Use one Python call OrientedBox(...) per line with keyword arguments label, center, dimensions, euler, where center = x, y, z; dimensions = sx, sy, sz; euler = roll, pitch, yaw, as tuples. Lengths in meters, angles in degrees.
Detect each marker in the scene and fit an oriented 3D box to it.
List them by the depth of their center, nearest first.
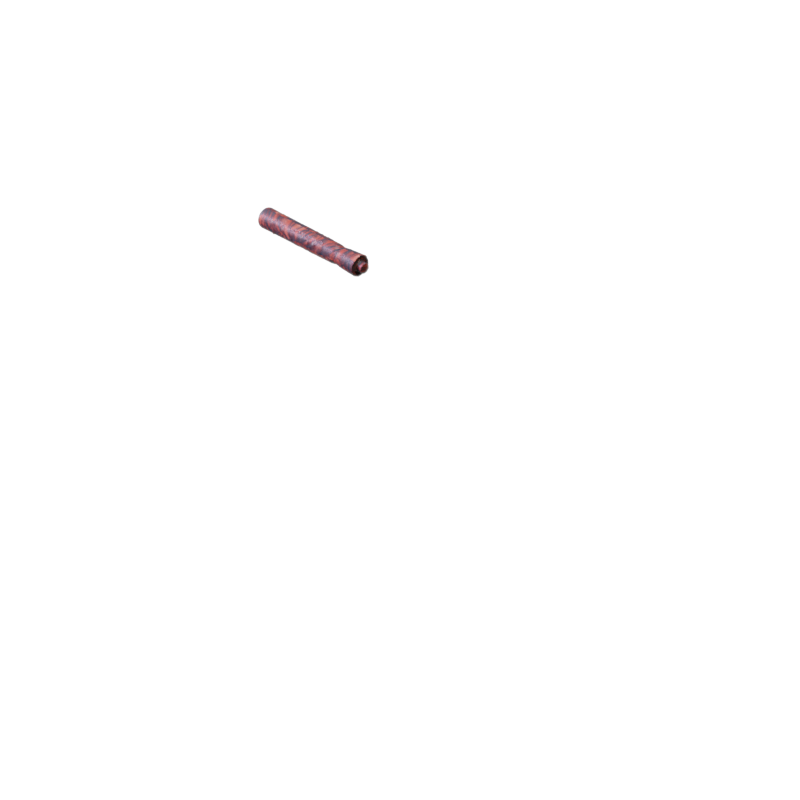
OrientedBox(label="marker", center=(-0.072, -0.131, 0.916), dimensions=(0.019, 0.019, 0.129), euler=(-4, 27, -47))
